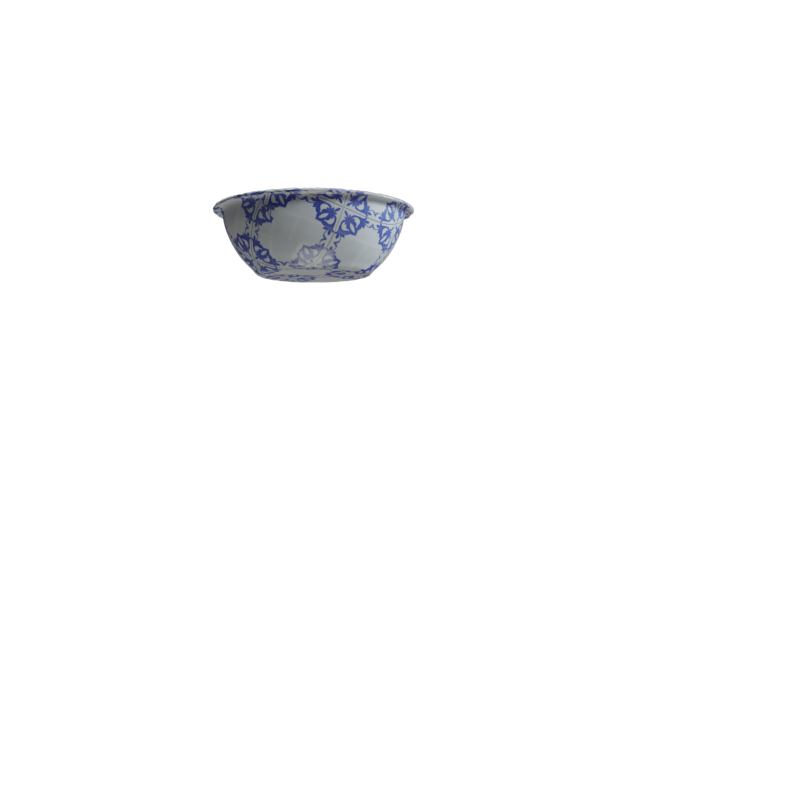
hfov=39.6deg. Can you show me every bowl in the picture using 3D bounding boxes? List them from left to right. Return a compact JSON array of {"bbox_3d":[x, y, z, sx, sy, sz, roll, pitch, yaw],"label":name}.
[{"bbox_3d":[-0.070,-0.127,0.890,0.162,0.056,0.160,0,-3,-2],"label":"bowl"}]
